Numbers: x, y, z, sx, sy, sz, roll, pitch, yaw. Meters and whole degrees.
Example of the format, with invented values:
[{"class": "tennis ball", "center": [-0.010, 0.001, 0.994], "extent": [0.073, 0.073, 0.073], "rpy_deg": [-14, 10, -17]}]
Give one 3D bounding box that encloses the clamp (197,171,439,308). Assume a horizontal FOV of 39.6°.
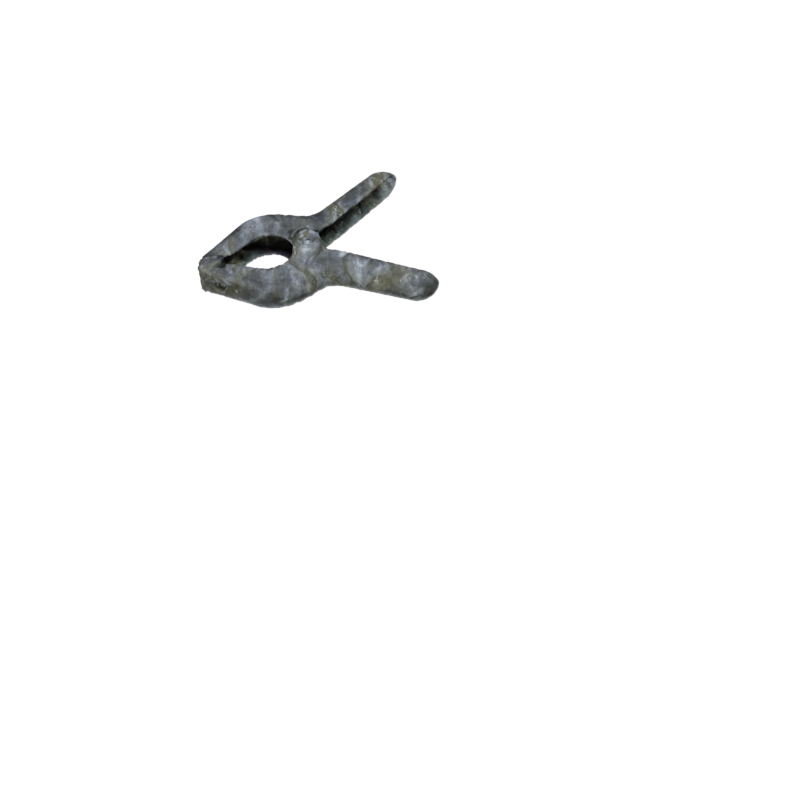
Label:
[{"class": "clamp", "center": [-0.065, -0.118, 0.824], "extent": [0.170, 0.129, 0.036], "rpy_deg": [-5, -42, -4]}]
